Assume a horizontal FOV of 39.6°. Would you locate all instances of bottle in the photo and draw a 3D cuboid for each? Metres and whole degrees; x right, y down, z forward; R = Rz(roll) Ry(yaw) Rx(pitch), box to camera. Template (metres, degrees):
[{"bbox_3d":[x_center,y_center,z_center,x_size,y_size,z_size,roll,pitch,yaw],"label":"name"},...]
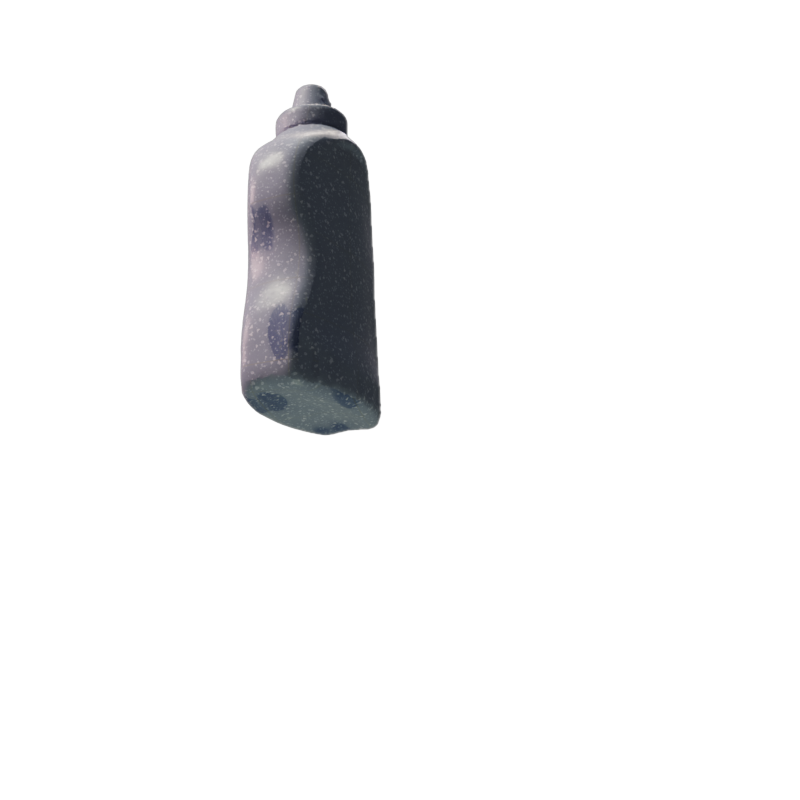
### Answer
[{"bbox_3d":[-0.047,-0.085,0.596,0.059,0.202,0.089,-13,-26,25],"label":"bottle"}]
